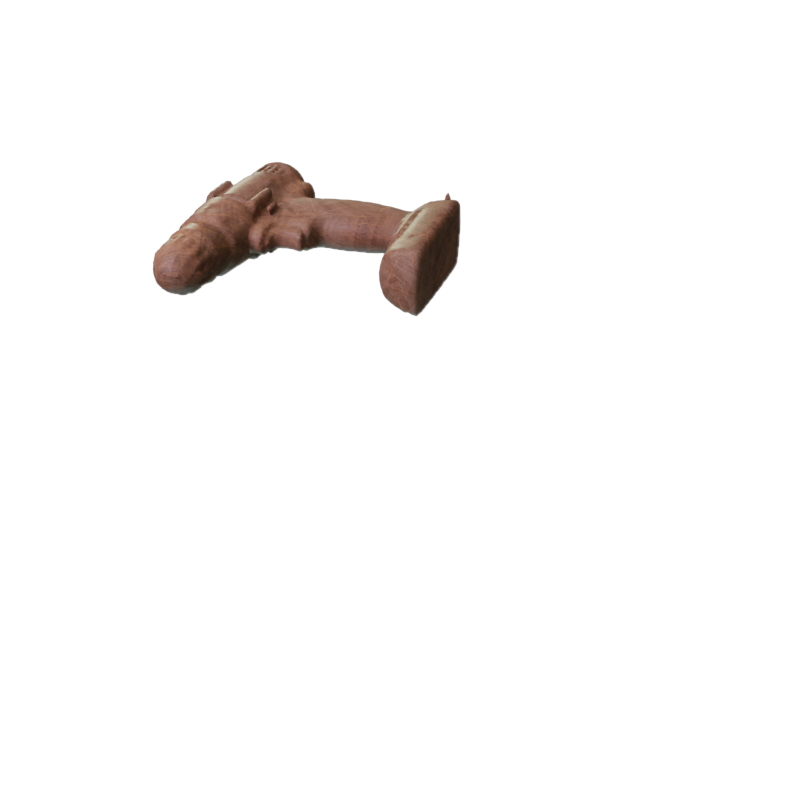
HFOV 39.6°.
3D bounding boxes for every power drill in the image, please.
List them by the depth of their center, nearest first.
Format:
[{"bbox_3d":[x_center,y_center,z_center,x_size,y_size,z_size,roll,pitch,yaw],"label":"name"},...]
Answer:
[{"bbox_3d":[-0.063,-0.114,0.799,0.194,0.054,0.190,14,36,19],"label":"power drill"}]
